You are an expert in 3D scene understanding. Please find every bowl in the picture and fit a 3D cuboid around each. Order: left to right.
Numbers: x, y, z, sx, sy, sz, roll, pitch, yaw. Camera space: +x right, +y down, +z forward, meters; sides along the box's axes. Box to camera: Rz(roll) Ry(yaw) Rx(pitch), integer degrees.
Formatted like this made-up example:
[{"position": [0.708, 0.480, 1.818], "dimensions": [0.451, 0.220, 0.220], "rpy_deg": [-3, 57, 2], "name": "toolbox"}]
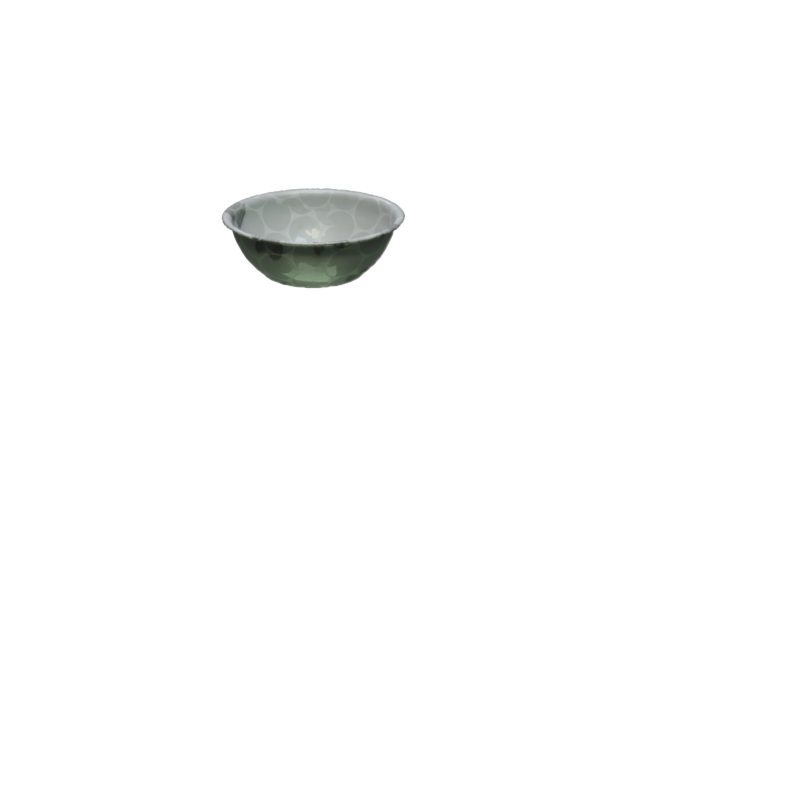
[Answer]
[{"position": [-0.077, -0.141, 0.988], "dimensions": [0.162, 0.052, 0.171], "rpy_deg": [-1, 25, -2], "name": "bowl"}]
